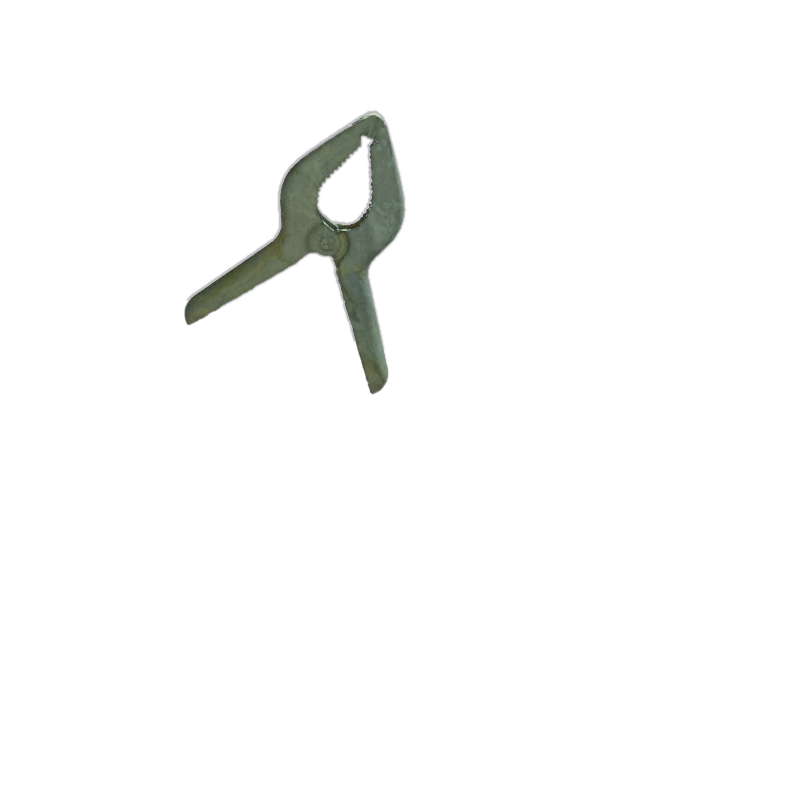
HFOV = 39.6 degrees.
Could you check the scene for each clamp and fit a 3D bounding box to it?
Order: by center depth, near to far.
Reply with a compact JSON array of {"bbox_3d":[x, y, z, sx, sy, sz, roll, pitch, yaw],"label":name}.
[{"bbox_3d":[-0.065,-0.119,0.836,0.163,0.205,0.037,15,12,-4],"label":"clamp"}]
